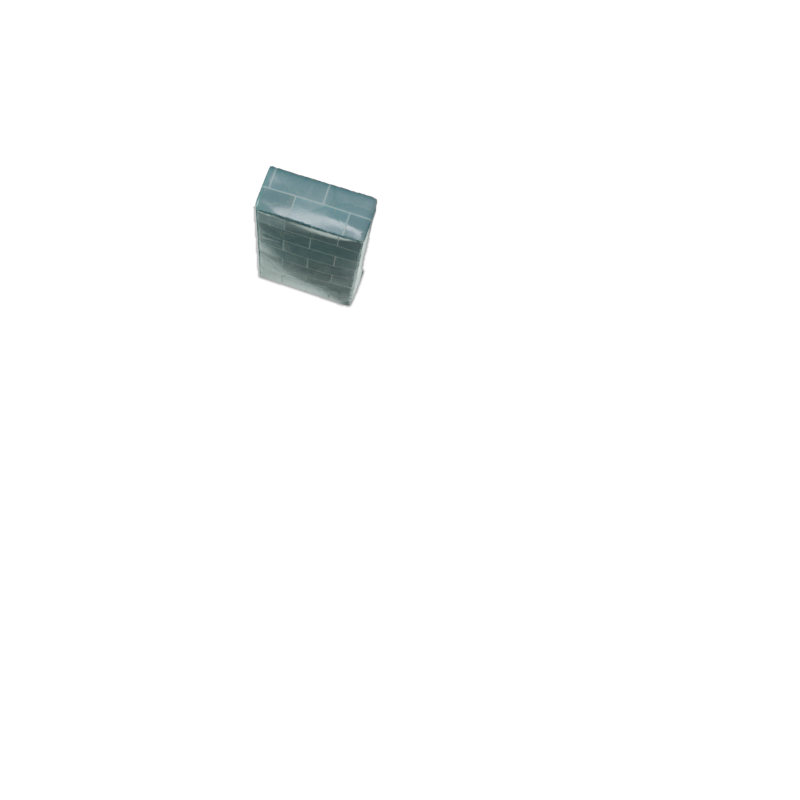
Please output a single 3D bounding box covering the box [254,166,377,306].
[{"bbox_3d":[-0.075,-0.135,0.949,0.094,0.049,0.171,18,-12,1],"label":"box"}]
